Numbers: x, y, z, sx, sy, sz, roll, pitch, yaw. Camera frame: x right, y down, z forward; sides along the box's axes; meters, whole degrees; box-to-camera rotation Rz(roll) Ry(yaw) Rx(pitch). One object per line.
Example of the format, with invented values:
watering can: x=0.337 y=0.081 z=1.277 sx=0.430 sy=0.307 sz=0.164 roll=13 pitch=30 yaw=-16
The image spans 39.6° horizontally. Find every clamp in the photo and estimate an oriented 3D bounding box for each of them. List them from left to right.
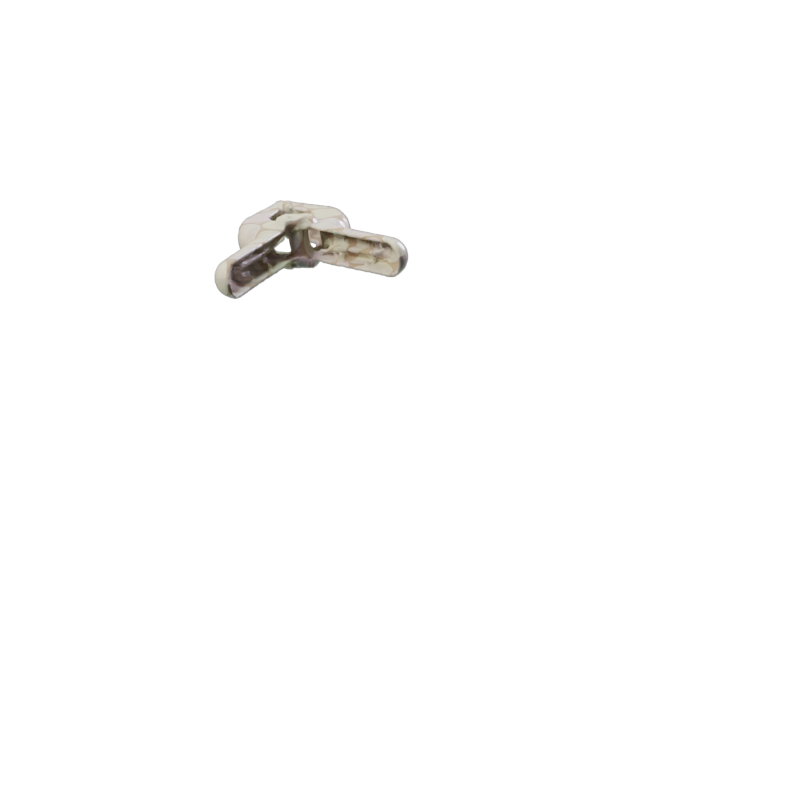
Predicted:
clamp: x=-0.059 y=-0.107 z=0.752 sx=0.120 sy=0.037 sz=0.180 roll=-1 pitch=23 yaw=-2
